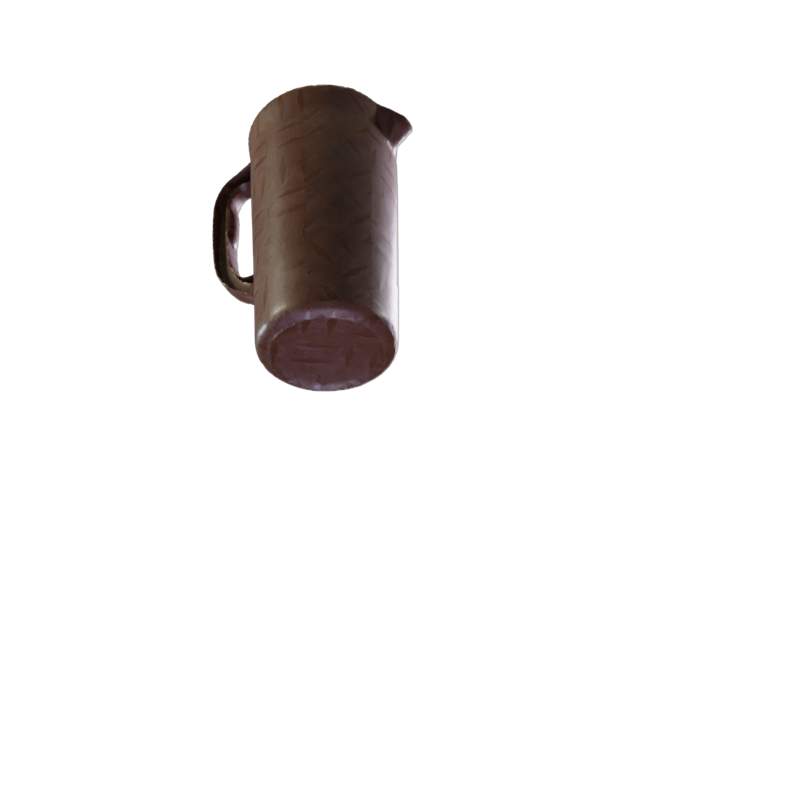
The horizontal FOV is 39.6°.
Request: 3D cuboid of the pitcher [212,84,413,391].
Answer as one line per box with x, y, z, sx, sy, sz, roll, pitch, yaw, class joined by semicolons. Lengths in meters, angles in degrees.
-0.071;-0.129;0.905;0.141;0.261;0.143;12;-42;-17;pitcher
